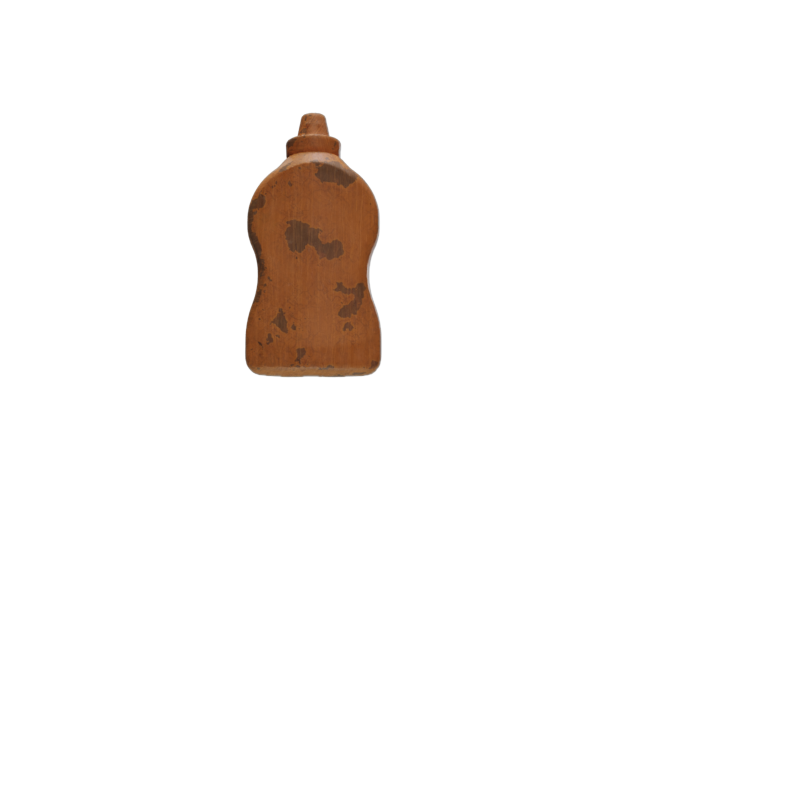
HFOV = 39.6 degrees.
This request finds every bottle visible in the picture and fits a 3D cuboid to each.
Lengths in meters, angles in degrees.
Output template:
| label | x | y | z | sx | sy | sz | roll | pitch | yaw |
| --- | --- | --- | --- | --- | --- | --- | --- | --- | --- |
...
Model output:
| label | x | y | z | sx | sy | sz | roll | pitch | yaw |
| --- | --- | --- | --- | --- | --- | --- | --- | --- | --- |
| bottle | -0.063 | -0.114 | 0.802 | 0.096 | 0.197 | 0.057 | -1 | -11 | -1 |
